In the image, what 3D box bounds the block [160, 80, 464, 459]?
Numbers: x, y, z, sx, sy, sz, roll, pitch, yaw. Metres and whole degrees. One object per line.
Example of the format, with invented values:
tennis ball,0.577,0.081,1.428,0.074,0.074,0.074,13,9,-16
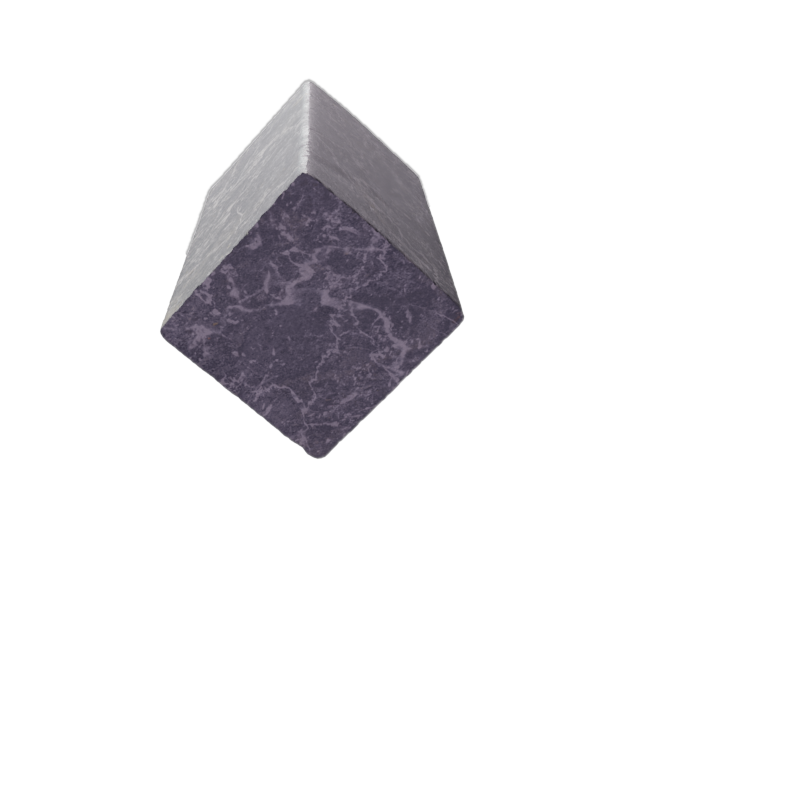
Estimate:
block,-0.041,-0.076,0.534,0.087,0.090,0.217,40,16,-19
